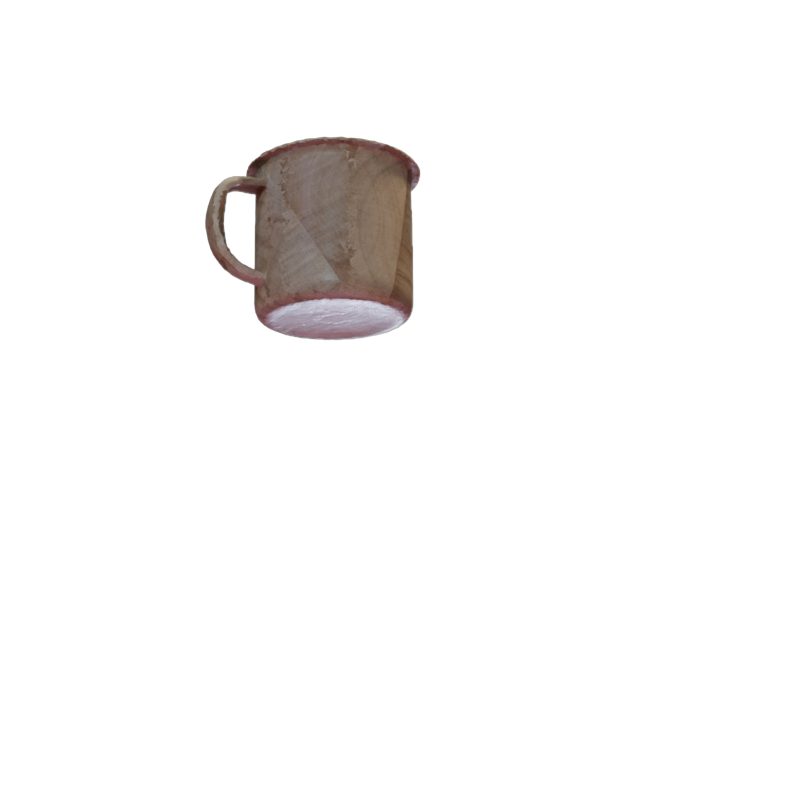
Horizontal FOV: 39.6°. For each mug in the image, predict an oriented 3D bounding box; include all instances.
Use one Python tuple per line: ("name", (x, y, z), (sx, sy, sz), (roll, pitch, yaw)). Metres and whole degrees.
("mug", (-0.045, -0.082, 0.572), (0.112, 0.085, 0.093), (9, -20, -30))
